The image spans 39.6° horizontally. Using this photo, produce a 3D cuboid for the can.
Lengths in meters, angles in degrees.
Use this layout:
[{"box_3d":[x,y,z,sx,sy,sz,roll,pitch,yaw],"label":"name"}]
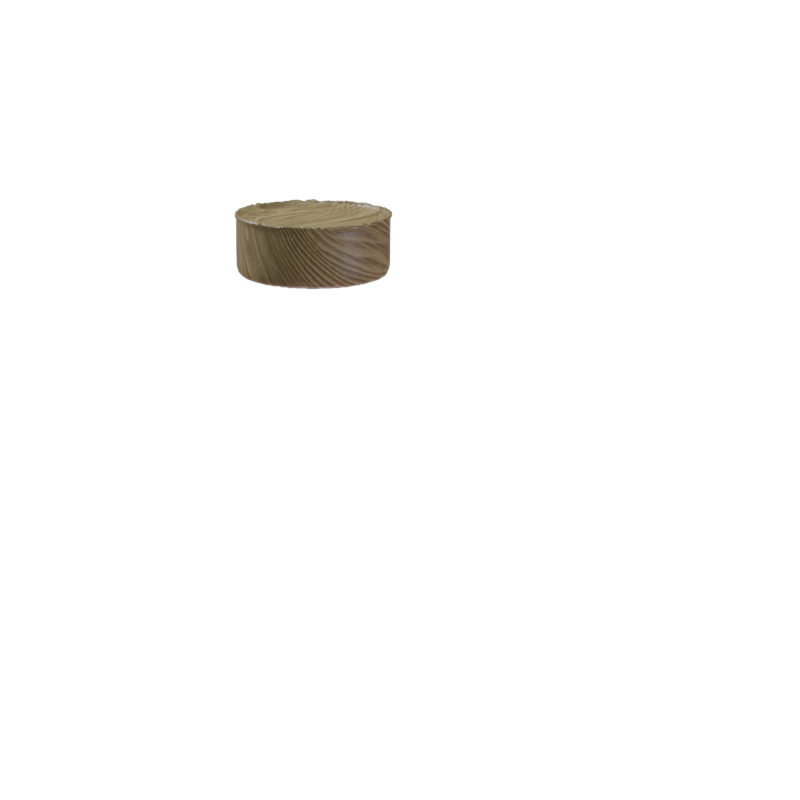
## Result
[{"box_3d":[-0.048,-0.087,0.607,0.086,0.032,0.089,-1,18,-2],"label":"can"}]
